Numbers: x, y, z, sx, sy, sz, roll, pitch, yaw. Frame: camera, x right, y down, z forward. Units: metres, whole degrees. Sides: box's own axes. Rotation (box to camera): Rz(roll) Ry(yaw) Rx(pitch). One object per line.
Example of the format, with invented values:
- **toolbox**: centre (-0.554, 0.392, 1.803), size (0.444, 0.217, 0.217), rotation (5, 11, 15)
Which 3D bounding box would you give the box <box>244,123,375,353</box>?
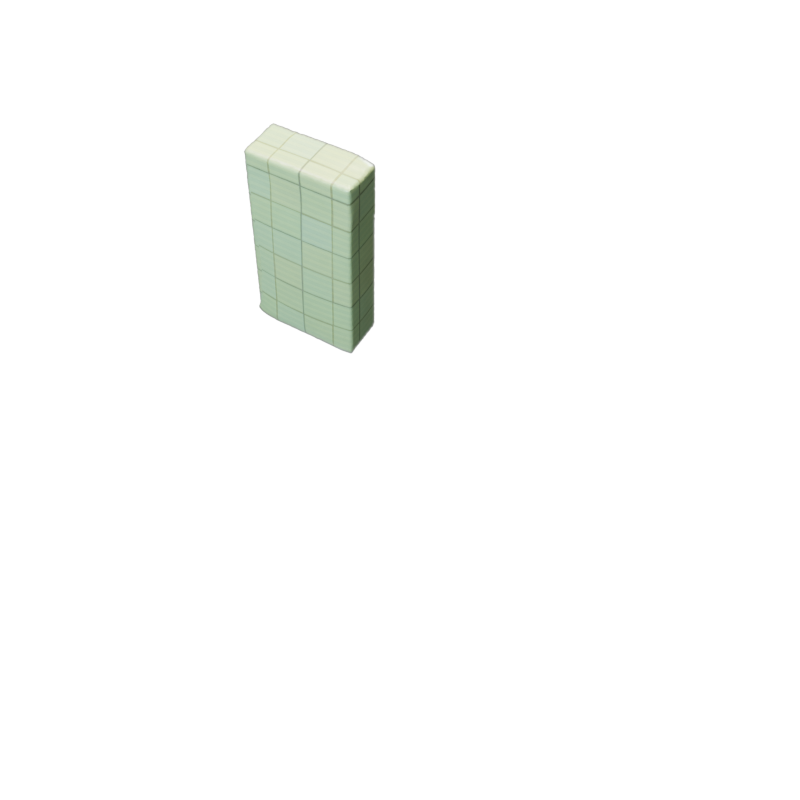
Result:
- **box**: centre (-0.067, -0.123, 0.859), size (0.098, 0.164, 0.049), rotation (26, 50, 20)
